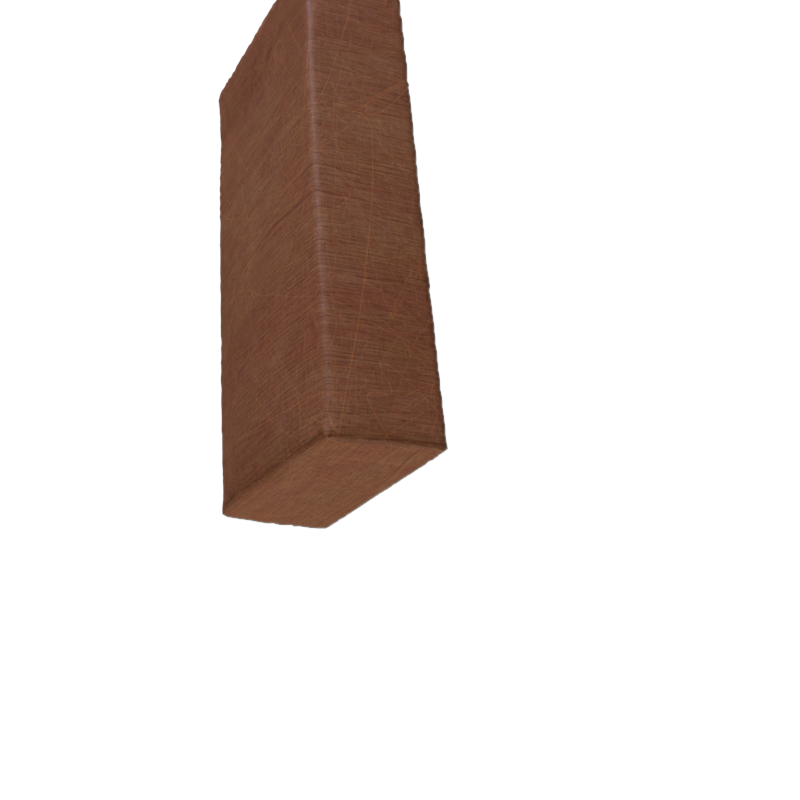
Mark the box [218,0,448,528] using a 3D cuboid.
[{"bbox_3d":[-0.030,-0.055,0.384,0.046,0.187,0.091,11,-29,-24],"label":"box"}]
